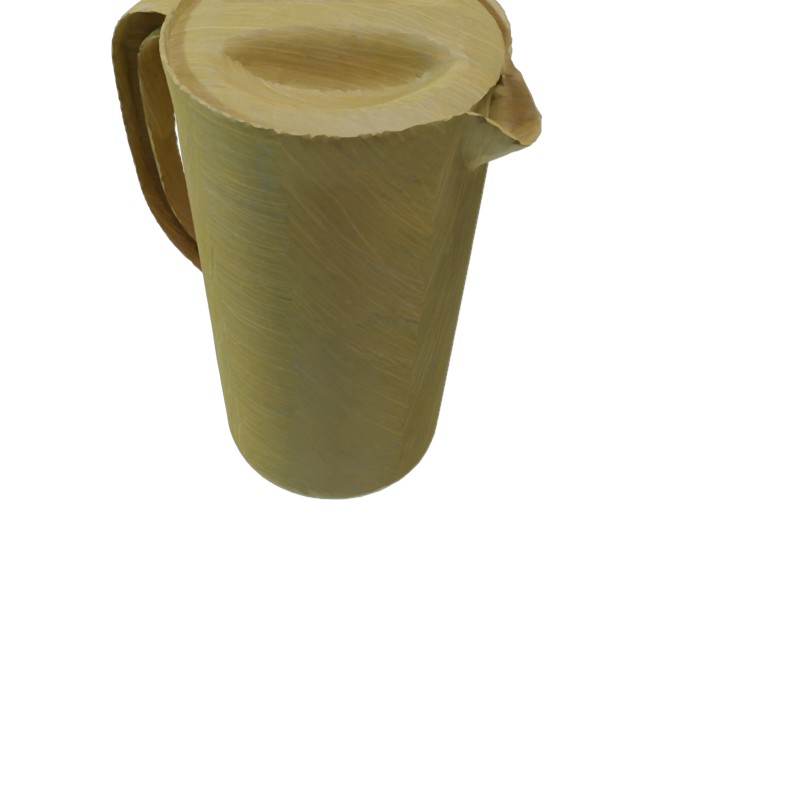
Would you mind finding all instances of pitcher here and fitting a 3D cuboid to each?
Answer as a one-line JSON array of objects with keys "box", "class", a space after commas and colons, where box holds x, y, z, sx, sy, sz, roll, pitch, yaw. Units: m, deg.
[{"box": [-0.039, -0.071, 0.498, 0.143, 0.162, 0.226, -12, -42, -14], "class": "pitcher"}]
